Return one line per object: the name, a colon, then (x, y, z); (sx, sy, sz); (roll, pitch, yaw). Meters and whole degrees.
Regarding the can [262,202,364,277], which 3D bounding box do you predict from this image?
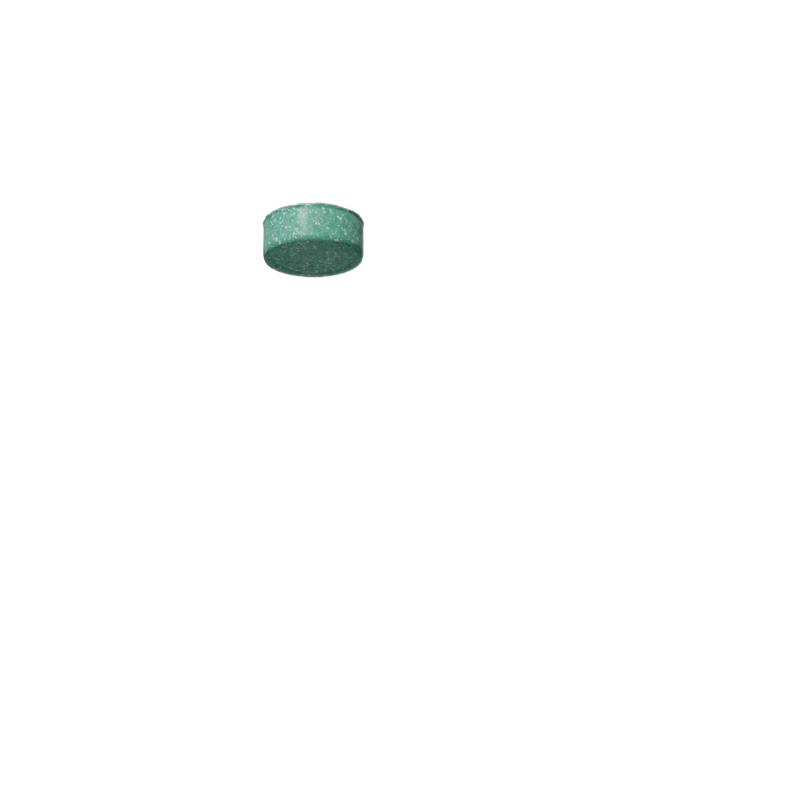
can: (-0.073, -0.133, 0.933); (0.086, 0.035, 0.082); (0, -17, -2)
